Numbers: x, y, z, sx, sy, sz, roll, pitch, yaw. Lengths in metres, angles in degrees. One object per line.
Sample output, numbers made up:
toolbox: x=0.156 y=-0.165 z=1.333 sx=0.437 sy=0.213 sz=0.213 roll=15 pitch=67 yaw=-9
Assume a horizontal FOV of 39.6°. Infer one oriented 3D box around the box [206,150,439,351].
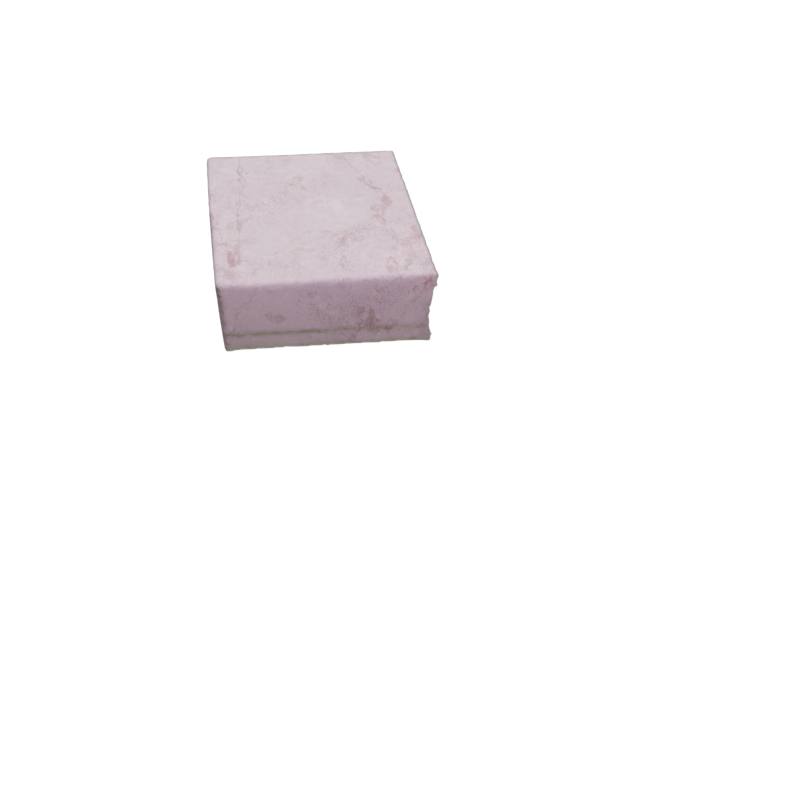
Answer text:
box: x=-0.039 y=-0.070 z=0.491 sx=0.089 sy=0.036 sz=0.122 roll=-5 pitch=39 yaw=-7
